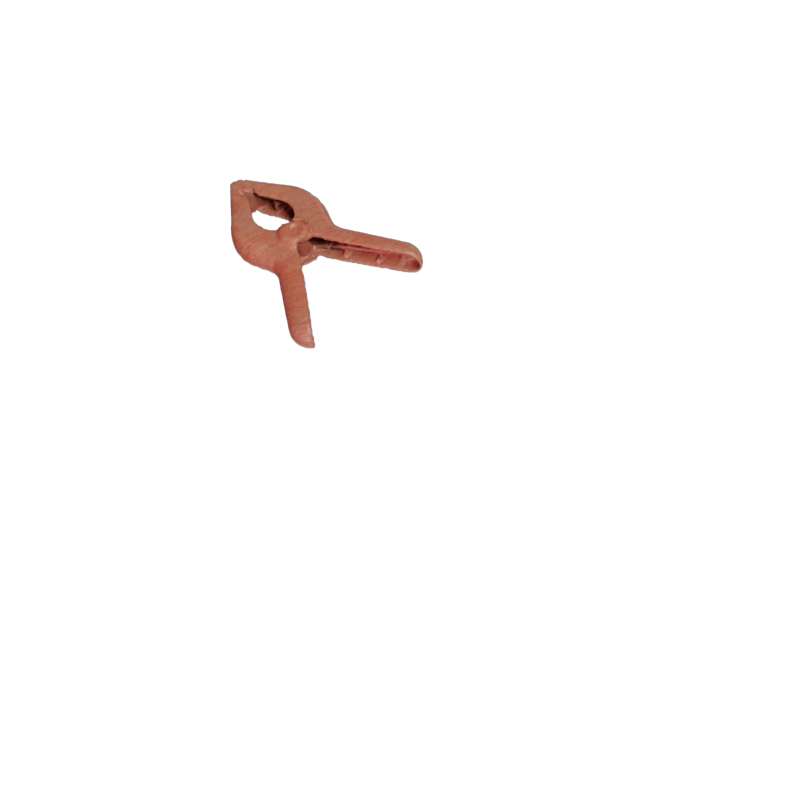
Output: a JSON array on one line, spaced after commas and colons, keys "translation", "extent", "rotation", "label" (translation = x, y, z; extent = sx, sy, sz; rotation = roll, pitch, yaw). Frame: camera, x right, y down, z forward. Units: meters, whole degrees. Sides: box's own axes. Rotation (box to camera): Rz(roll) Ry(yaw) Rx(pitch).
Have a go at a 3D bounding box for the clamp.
[{"translation": [-0.068, -0.124, 0.866], "extent": [0.119, 0.185, 0.036], "rotation": [-25, -35, -20], "label": "clamp"}]
